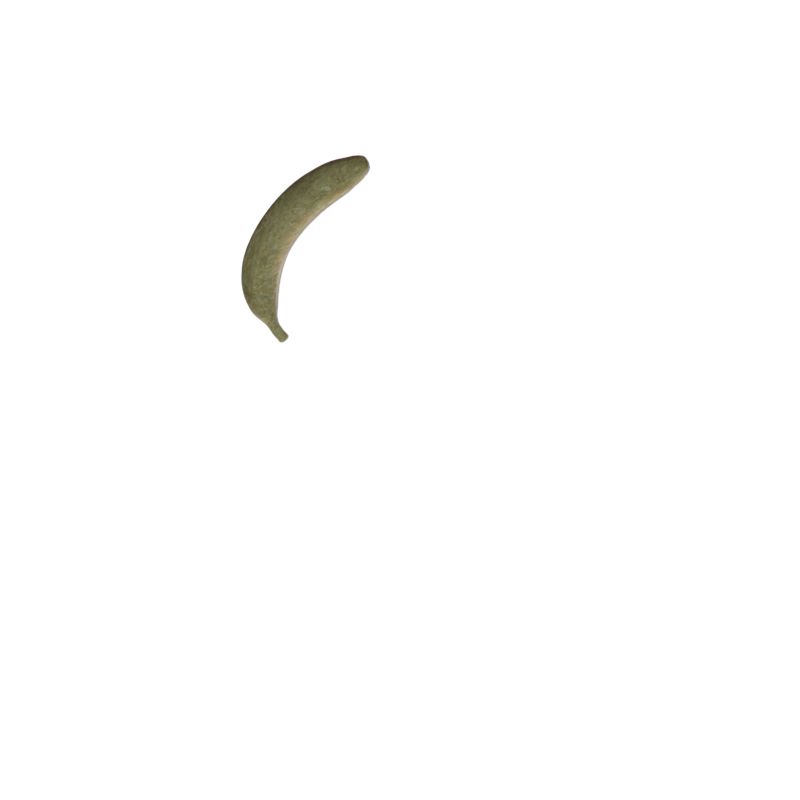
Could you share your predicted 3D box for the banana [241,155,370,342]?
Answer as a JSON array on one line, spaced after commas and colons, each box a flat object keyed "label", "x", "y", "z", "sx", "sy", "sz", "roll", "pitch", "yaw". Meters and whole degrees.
[{"label": "banana", "x": -0.097, "y": -0.146, "z": 0.997, "sx": 0.068, "sy": 0.191, "sz": 0.039, "roll": 22, "pitch": 27, "yaw": -13}]
